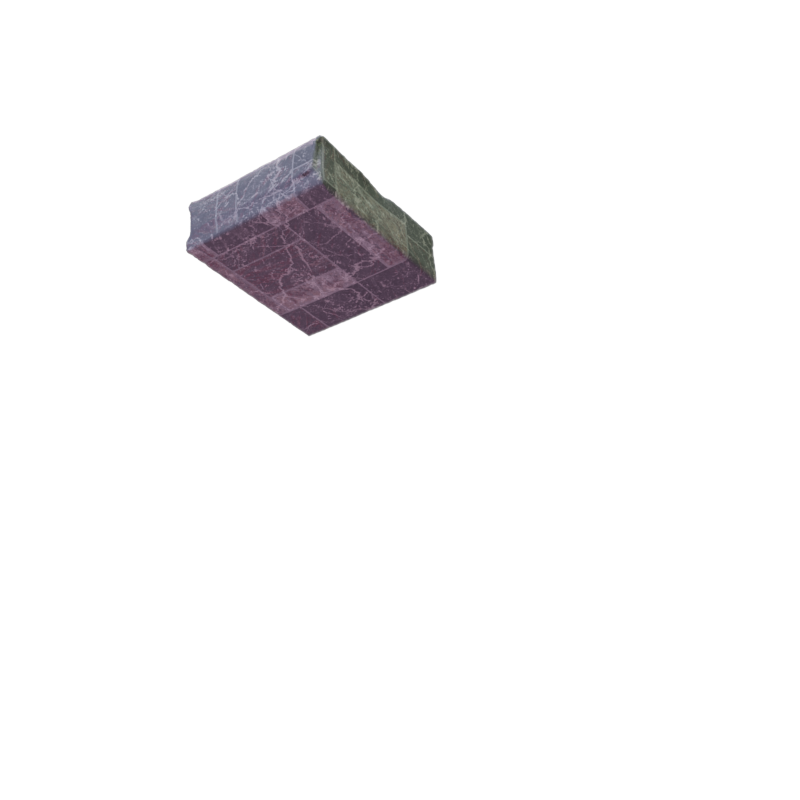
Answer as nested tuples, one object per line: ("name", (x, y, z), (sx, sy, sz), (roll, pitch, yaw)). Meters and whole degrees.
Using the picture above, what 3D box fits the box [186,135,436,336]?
("box", (-0.038, -0.070, 0.489), (0.073, 0.032, 0.083), (-22, -39, 29))
